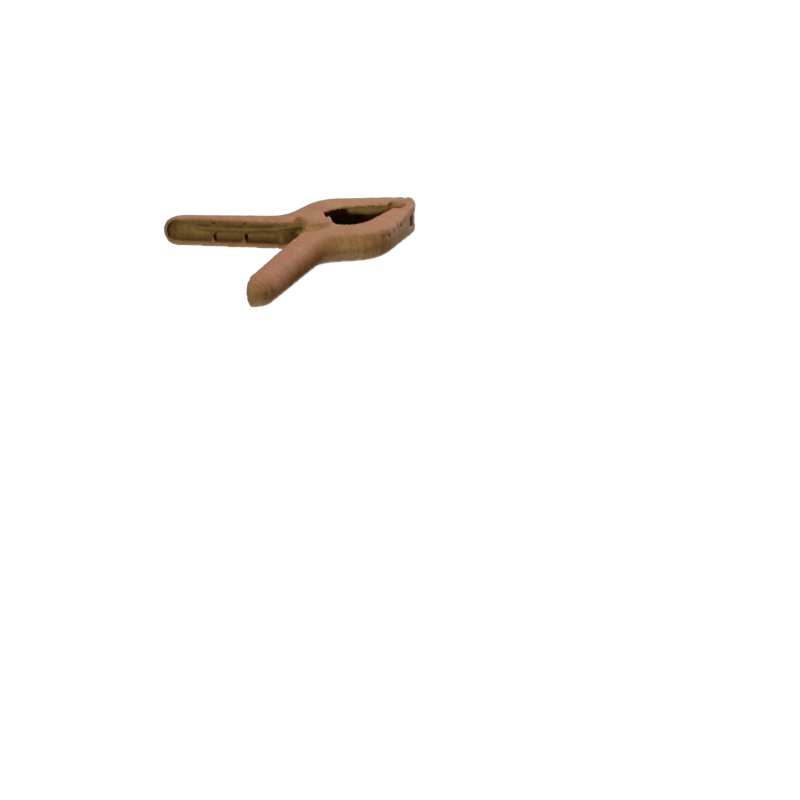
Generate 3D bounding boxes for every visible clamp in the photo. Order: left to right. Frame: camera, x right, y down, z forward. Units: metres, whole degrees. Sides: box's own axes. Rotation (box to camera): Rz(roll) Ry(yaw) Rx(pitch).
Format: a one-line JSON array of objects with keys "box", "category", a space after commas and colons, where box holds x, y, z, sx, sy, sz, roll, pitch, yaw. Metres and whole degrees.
[{"box": [-0.071, -0.130, 0.911, 0.206, 0.034, 0.177, -13, 32, -22], "category": "clamp"}]
